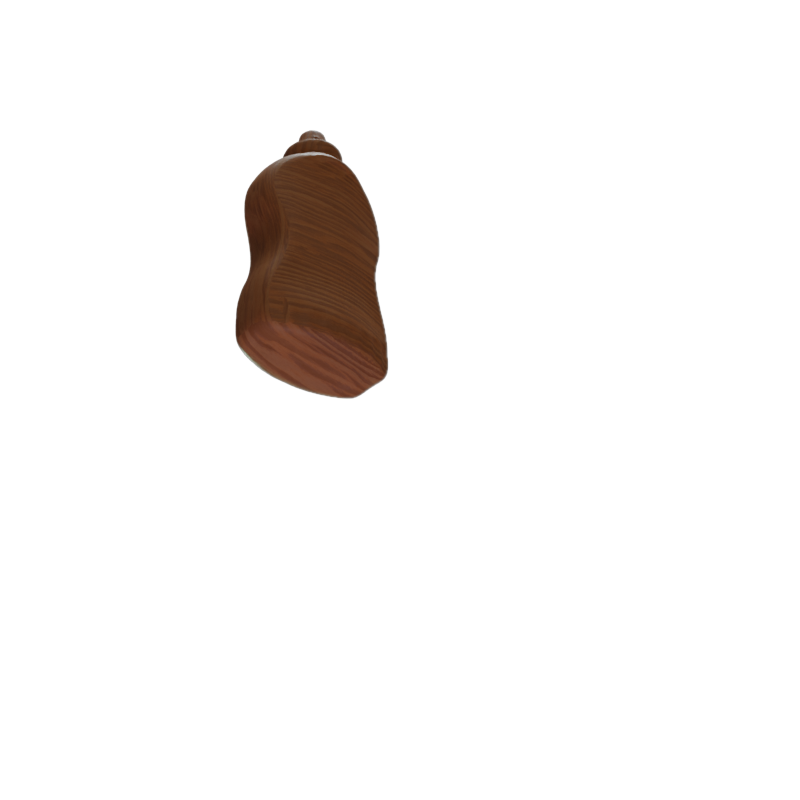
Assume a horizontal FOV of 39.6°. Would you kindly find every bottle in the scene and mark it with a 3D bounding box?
[{"bbox_3d":[-0.056,-0.101,0.707,0.091,0.206,0.057,24,-45,-30],"label":"bottle"}]
